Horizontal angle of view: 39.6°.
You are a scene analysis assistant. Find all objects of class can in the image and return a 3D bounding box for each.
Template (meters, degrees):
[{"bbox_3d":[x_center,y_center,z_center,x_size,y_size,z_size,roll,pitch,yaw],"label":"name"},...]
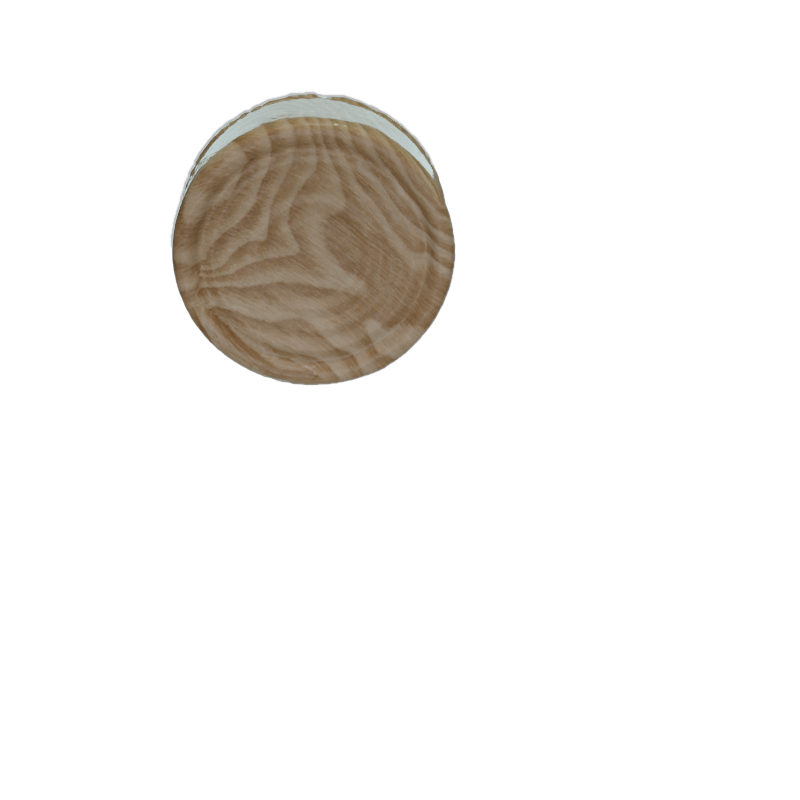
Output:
[{"bbox_3d":[-0.027,-0.049,0.341,0.086,0.082,0.035,0,21,-1],"label":"can"}]
